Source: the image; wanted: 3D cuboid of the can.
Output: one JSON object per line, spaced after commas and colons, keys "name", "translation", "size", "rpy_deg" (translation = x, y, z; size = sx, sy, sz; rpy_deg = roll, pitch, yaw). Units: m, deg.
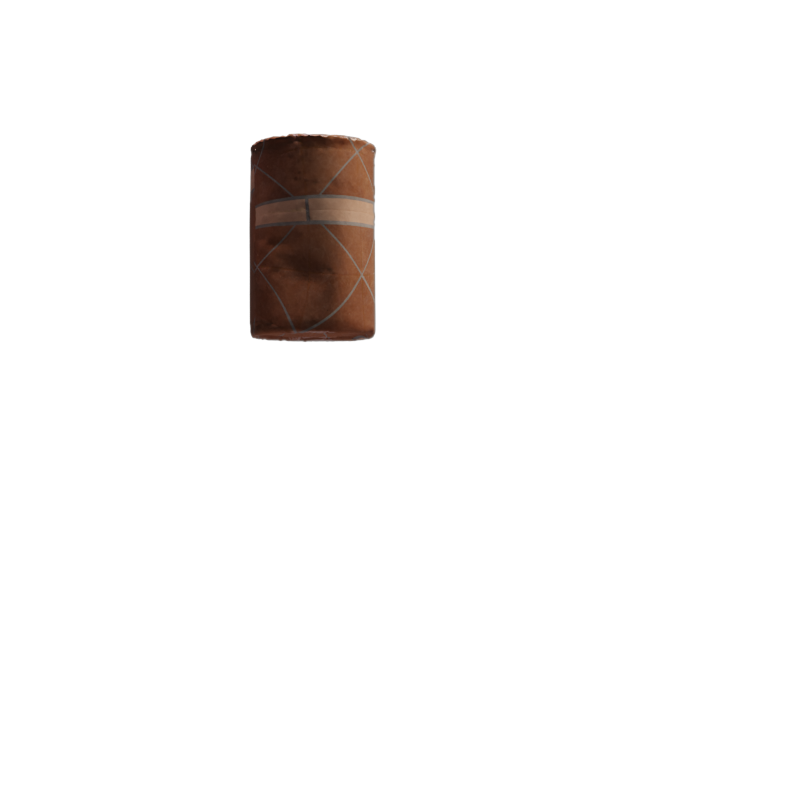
{"name": "can", "translation": [-0.046, -0.084, 0.589], "size": [0.068, 0.104, 0.067], "rpy_deg": [0, -7, -2]}
